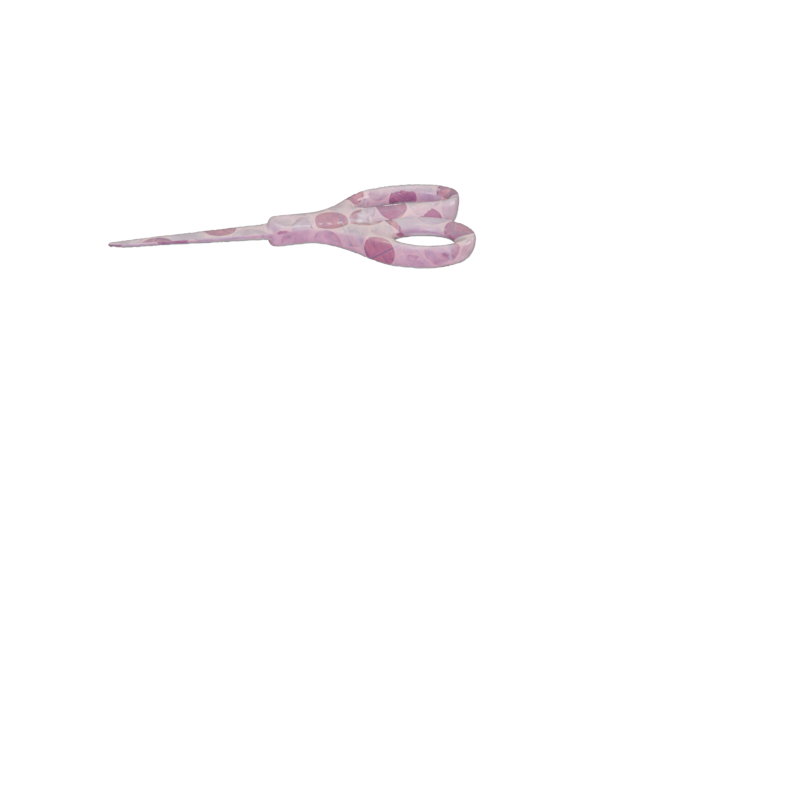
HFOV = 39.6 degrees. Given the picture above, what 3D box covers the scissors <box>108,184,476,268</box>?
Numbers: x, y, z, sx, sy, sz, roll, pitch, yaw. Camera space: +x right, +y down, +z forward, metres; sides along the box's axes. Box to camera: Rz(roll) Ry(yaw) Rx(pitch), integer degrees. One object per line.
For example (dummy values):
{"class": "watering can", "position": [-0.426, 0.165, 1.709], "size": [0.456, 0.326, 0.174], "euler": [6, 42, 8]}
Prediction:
{"class": "scissors", "position": [-0.047, -0.086, 0.601], "size": [0.198, 0.015, 0.104], "euler": [-16, 36, -24]}
